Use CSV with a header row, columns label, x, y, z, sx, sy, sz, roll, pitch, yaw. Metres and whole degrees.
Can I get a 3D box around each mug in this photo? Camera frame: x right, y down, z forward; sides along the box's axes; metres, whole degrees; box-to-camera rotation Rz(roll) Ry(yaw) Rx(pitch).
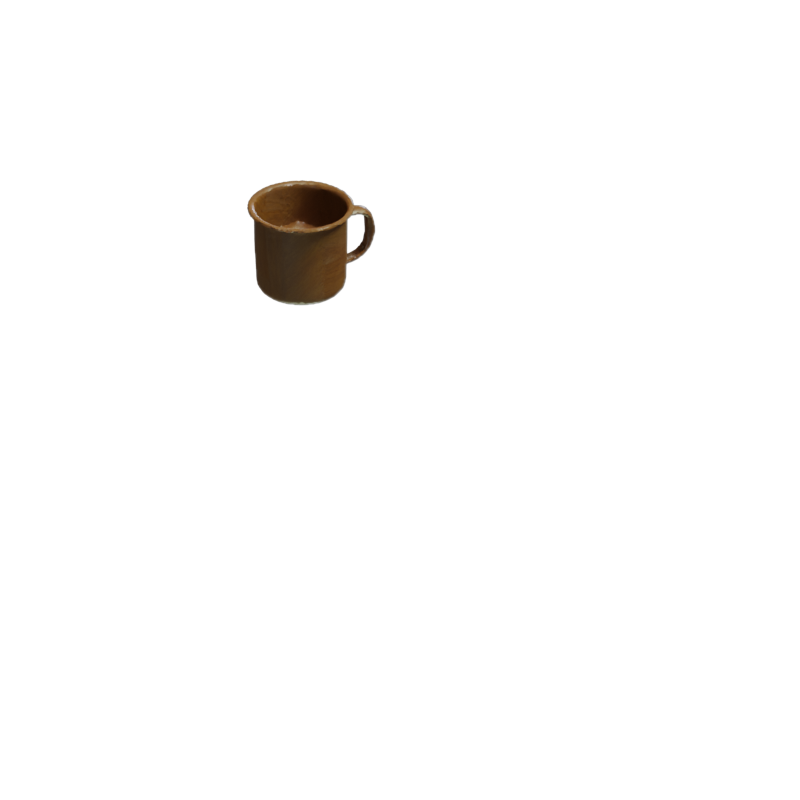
label,x,y,z,sx,sy,sz,roll,pitch,yaw
mug,-0.077,-0.141,0.987,0.115,0.076,0.101,-15,38,-22
